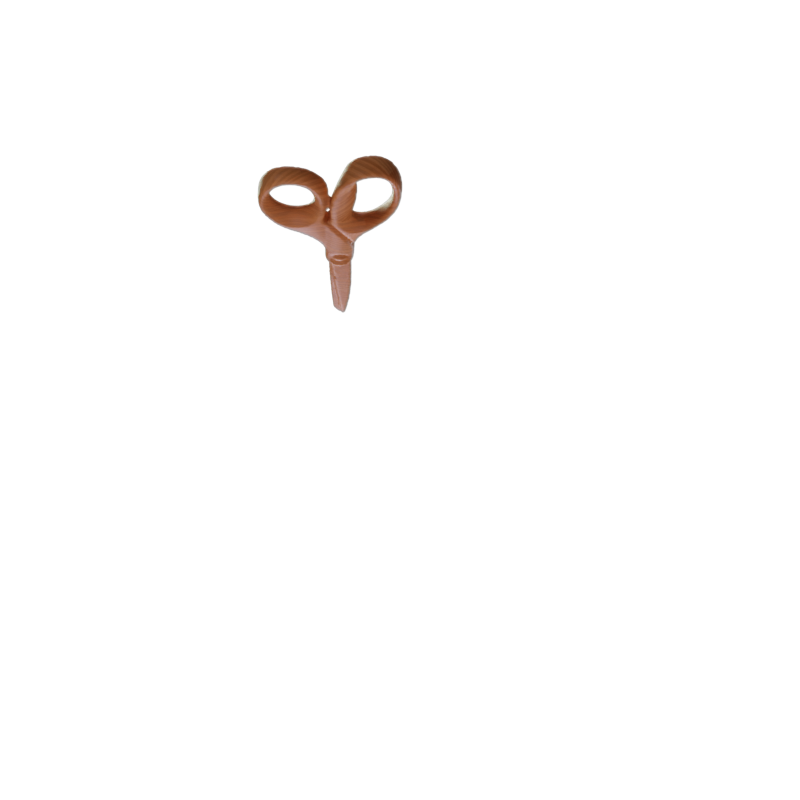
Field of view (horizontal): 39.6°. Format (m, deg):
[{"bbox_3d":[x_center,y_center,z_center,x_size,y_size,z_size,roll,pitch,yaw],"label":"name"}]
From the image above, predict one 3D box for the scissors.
[{"bbox_3d":[-0.057,-0.104,0.727,0.094,0.017,0.195,7,-23,-16],"label":"scissors"}]
